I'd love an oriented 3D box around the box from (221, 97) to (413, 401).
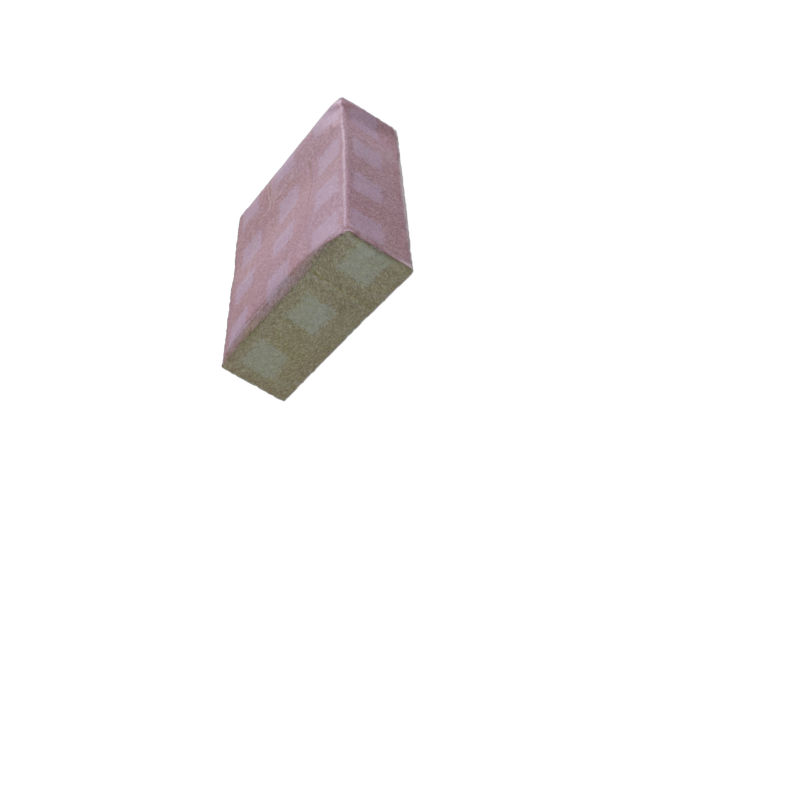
[{"bbox_3d":[-0.072,-0.131,0.919,0.068,0.229,0.161,31,-58,-26],"label":"box"}]
